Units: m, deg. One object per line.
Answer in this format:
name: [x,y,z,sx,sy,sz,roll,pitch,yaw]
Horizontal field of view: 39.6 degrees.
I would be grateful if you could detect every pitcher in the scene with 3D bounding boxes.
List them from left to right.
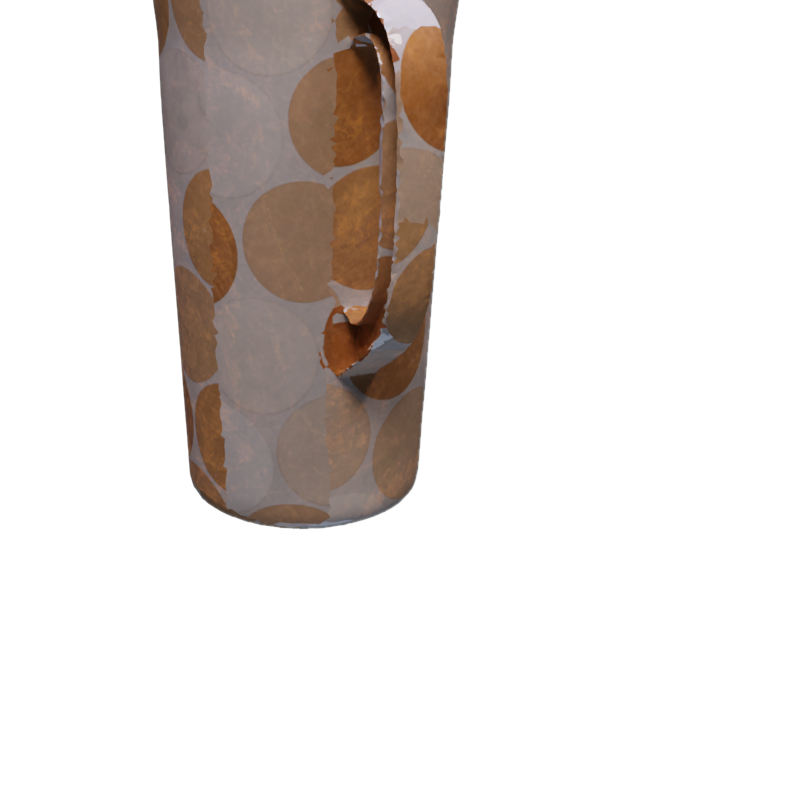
pitcher: [-0.038,-0.070,0.490,0.149,0.235,0.150,5,15,17]
